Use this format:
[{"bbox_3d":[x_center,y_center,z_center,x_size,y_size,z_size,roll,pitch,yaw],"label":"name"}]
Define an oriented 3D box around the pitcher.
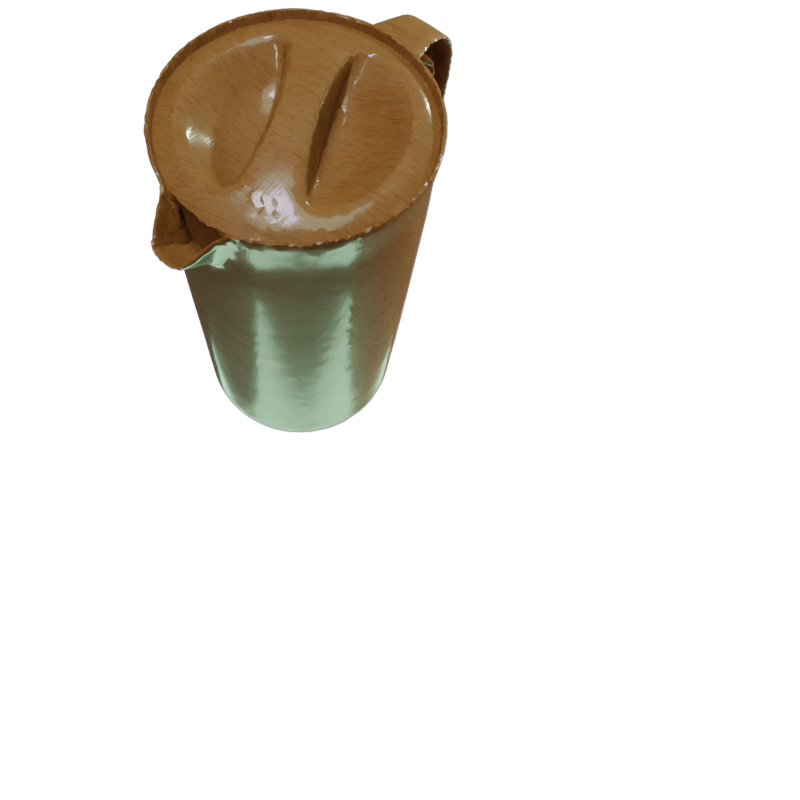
[{"bbox_3d":[-0.046,-0.084,0.586,0.148,0.154,0.229,-4,-26,-5],"label":"pitcher"}]
